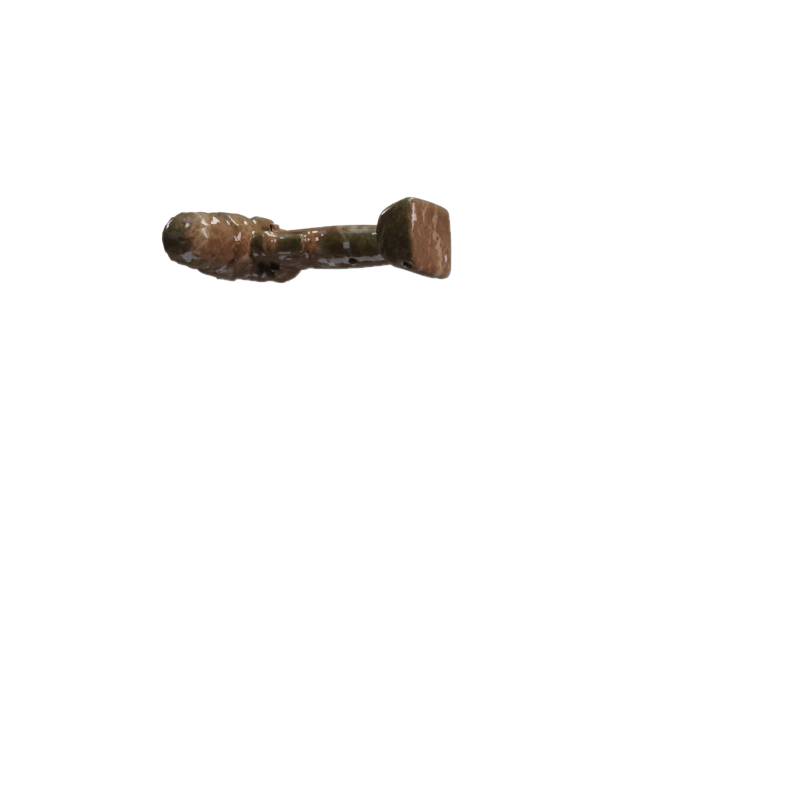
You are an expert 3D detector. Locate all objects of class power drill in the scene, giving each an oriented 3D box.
[{"bbox_3d":[-0.066,-0.121,0.847,0.193,0.057,0.179,1,3,22],"label":"power drill"}]
